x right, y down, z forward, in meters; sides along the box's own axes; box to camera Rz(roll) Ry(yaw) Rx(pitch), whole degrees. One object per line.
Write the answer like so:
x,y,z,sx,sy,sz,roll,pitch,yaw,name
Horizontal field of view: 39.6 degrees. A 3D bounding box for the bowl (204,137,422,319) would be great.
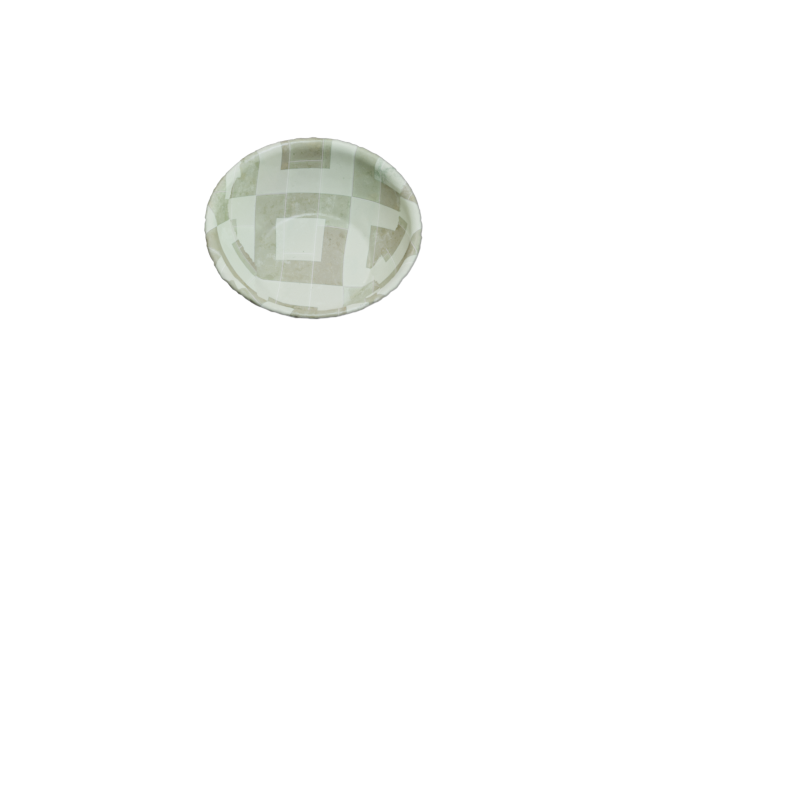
-0.066,-0.120,0.840,0.162,0.173,0.052,-1,-31,-1,bowl
